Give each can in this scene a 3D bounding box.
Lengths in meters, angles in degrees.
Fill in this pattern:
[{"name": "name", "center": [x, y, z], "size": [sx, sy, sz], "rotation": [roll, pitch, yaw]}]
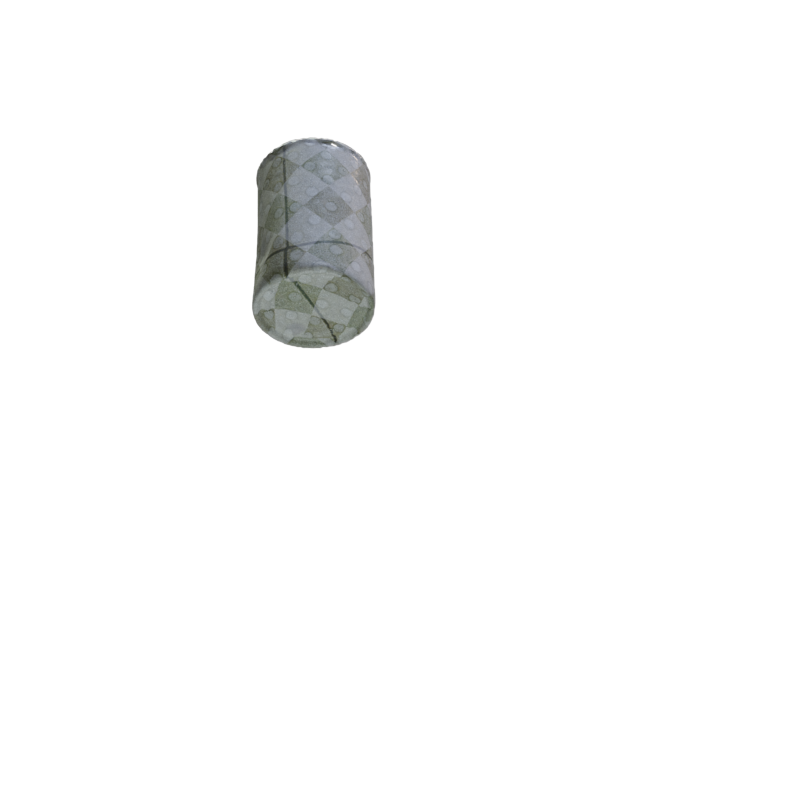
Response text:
[{"name": "can", "center": [-0.049, -0.089, 0.624], "size": [0.068, 0.110, 0.064], "rotation": [-1, -39, -3]}]
